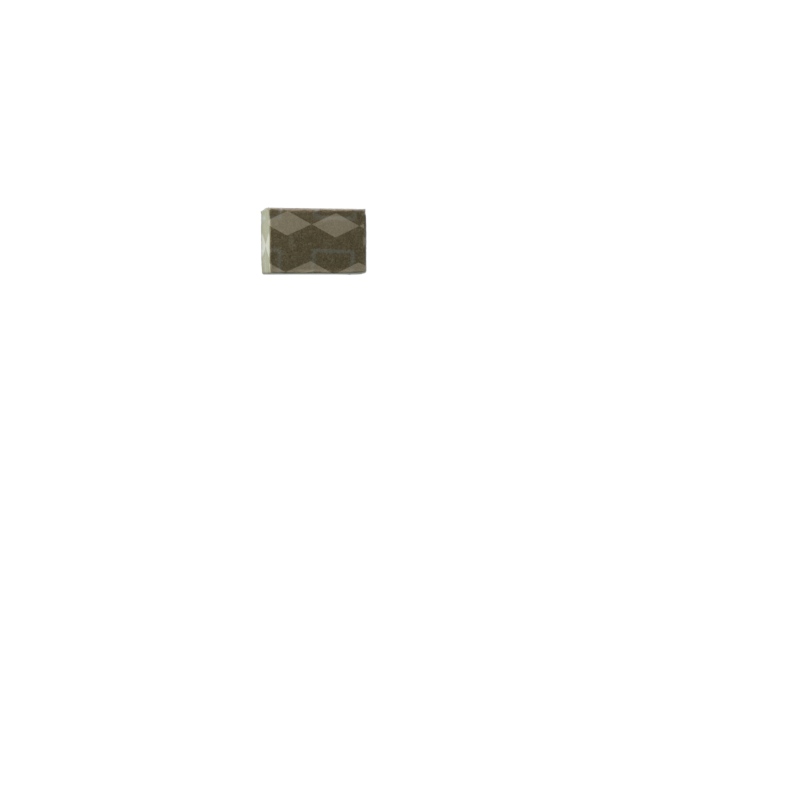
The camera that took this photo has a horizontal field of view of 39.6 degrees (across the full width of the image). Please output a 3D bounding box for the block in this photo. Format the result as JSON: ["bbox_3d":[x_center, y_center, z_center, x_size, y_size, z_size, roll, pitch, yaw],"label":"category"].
[{"bbox_3d":[-0.068,-0.124,0.867,0.077,0.051,0.053,-1,2,-11],"label":"block"}]
